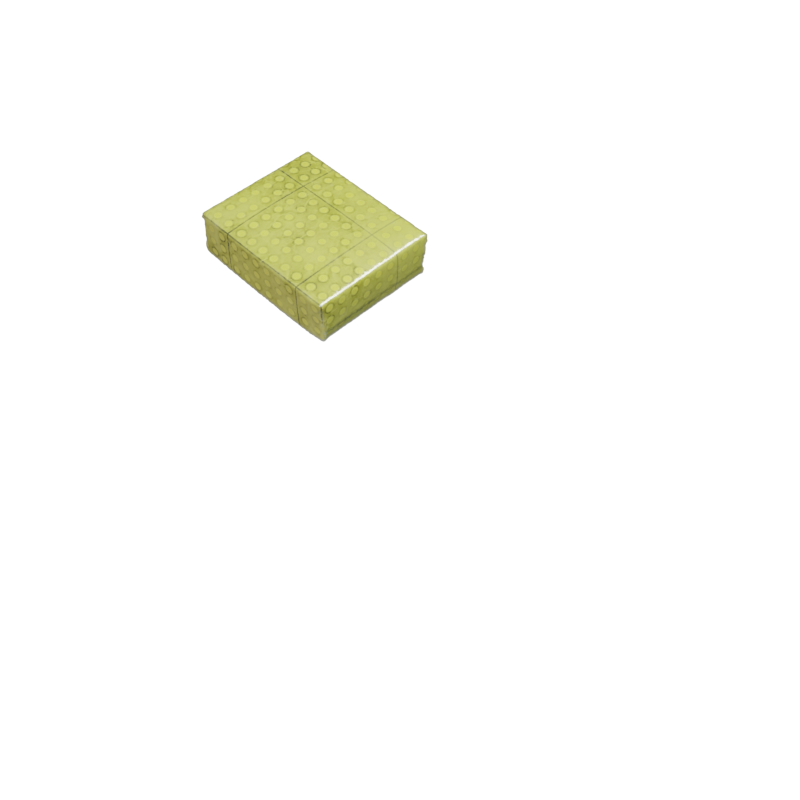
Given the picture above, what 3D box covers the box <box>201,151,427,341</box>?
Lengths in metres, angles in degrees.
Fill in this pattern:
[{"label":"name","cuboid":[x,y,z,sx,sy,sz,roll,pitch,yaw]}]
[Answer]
[{"label":"box","cuboid":[-0.054,-0.099,0.691,0.090,0.036,0.121,-36,59,-27]}]
